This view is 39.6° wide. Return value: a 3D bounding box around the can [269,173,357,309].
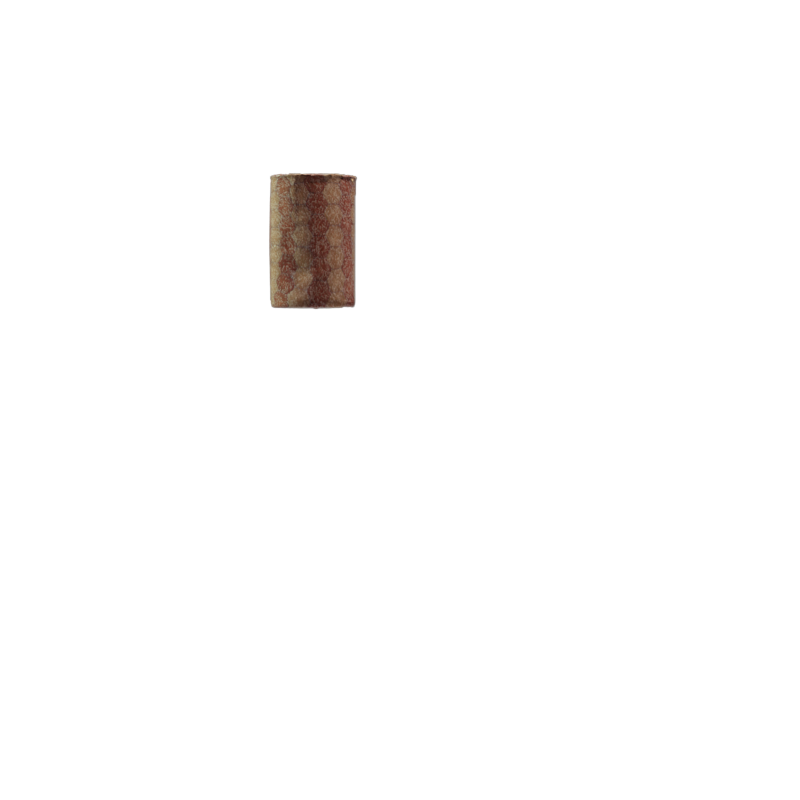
[{"bbox_3d":[-0.067,-0.123,0.860,0.068,0.102,0.069,0,1,-2],"label":"can"}]
